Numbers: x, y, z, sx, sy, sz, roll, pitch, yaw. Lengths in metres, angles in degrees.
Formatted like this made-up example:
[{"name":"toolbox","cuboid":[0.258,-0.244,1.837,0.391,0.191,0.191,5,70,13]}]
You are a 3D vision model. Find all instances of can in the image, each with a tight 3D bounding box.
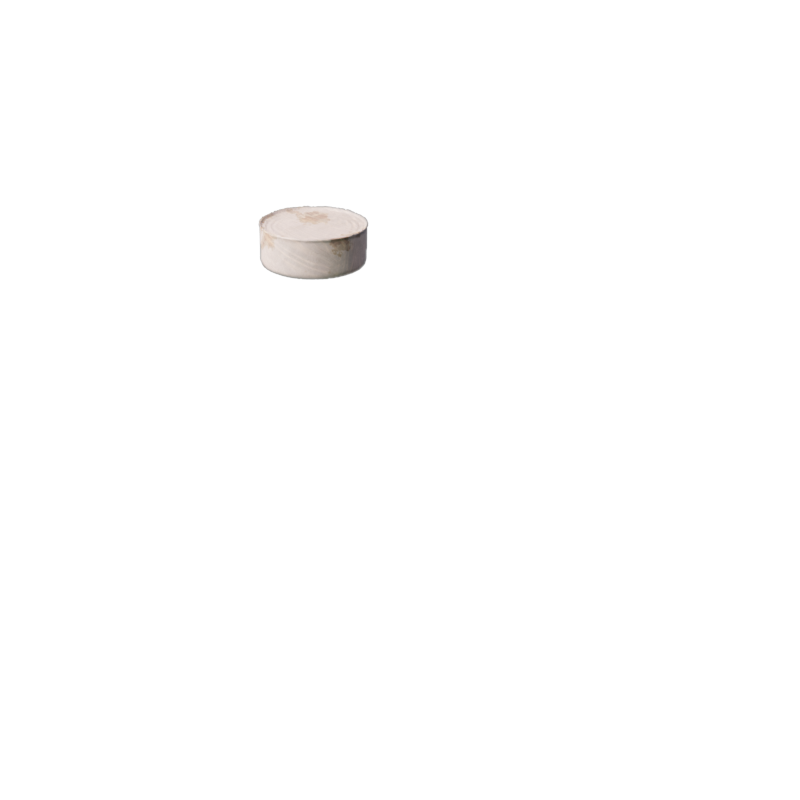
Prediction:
[{"name":"can","cuboid":[-0.068,-0.125,0.873,0.086,0.032,0.090,-1,25,-2]}]
